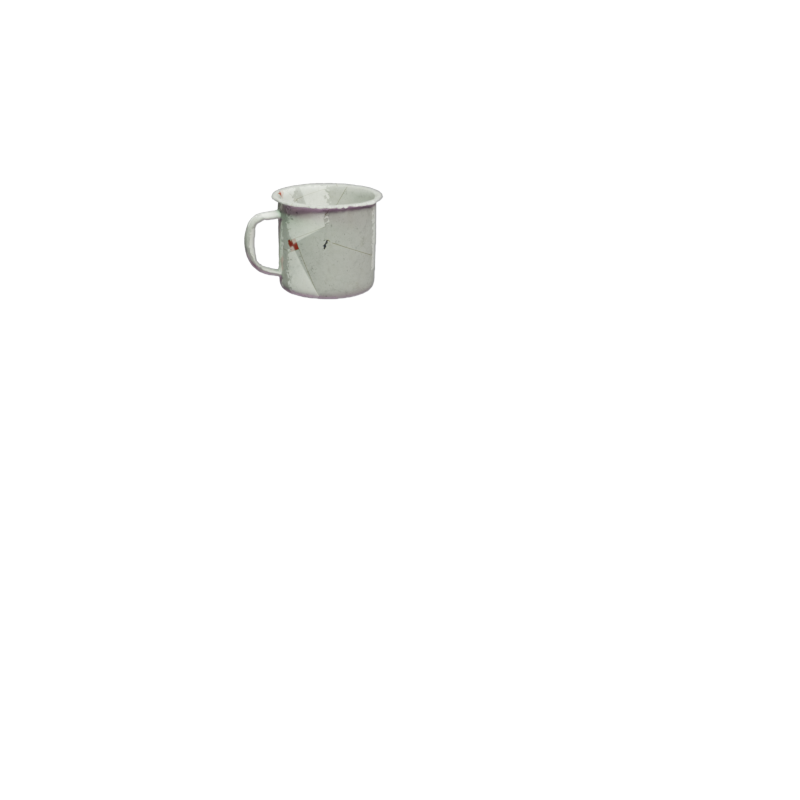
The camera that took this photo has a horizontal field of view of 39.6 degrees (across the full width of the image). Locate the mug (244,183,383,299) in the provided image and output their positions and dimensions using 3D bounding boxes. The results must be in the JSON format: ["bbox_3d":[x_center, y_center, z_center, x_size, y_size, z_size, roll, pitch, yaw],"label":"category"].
[{"bbox_3d":[-0.073,-0.133,0.932,0.115,0.078,0.099,-6,20,-17],"label":"mug"}]
